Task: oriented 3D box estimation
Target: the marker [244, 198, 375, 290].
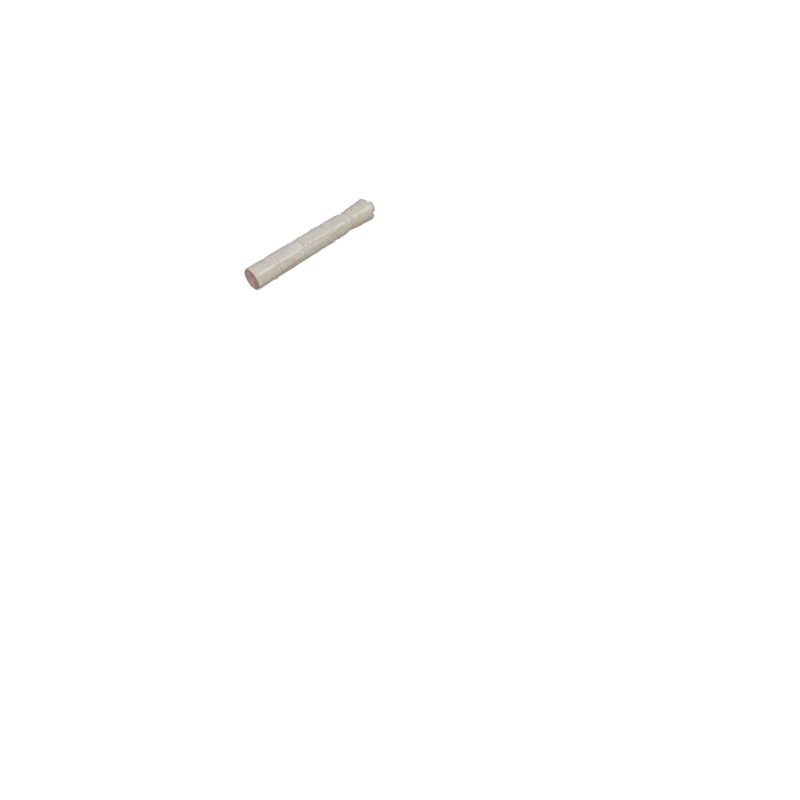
[{"bbox_3d":[-0.067,-0.123,0.858,0.121,0.019,0.020,-36,21,-25],"label":"marker"}]
